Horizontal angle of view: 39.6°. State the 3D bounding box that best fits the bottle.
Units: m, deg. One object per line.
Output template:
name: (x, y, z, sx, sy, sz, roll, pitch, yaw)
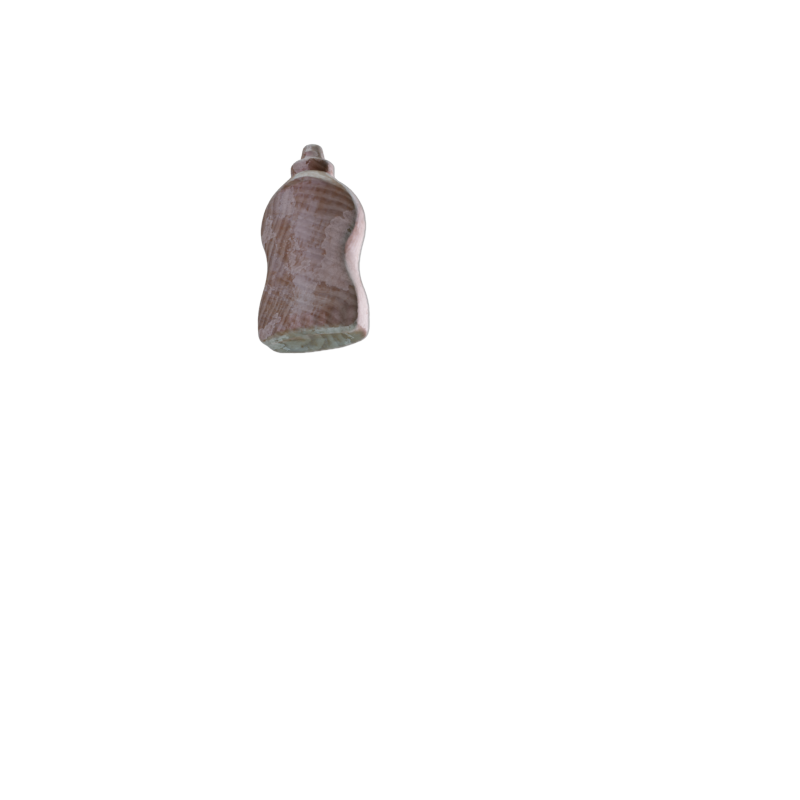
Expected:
bottle: (-0.078, -0.142, 0.993, 0.098, 0.202, 0.054, -11, -25, 21)
